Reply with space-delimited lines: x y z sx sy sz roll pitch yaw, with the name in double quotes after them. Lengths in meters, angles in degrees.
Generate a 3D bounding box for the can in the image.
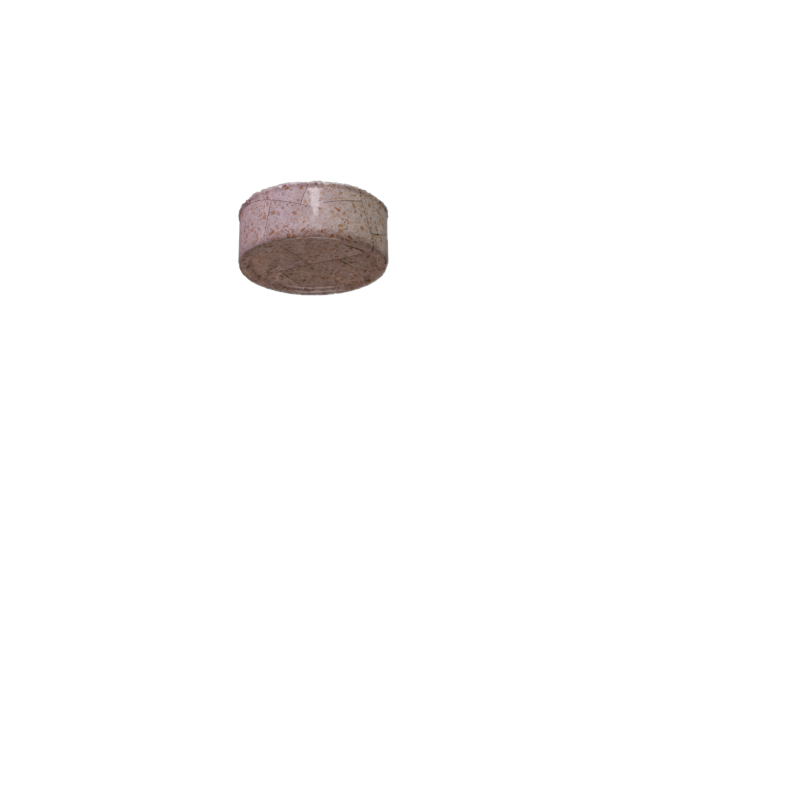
-0.049 -0.090 0.628 0.086 0.035 0.082 0 -19 -2 "can"
